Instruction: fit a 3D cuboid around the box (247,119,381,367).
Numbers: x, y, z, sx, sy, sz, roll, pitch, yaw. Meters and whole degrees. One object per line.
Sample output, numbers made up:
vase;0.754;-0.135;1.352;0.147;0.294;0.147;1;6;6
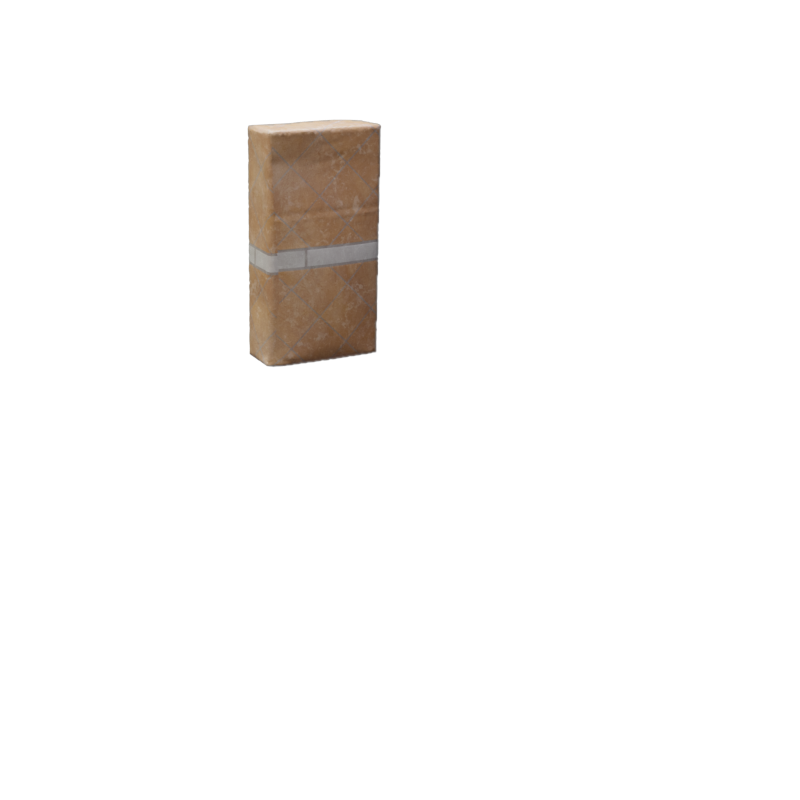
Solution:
box;-0.064;-0.117;0.821;0.091;0.171;0.051;-6;14;-28
